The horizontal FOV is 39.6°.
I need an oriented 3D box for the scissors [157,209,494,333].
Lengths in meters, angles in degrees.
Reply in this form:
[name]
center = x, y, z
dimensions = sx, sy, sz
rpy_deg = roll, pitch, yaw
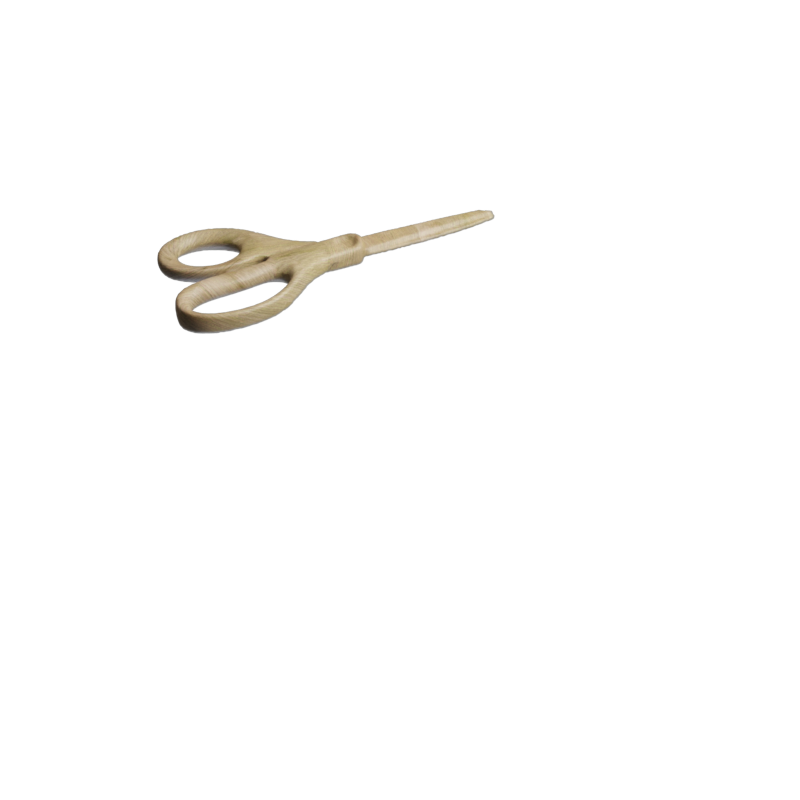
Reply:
[scissors]
center = -0.049, -0.089, 0.626
dimensions = 0.201, 0.015, 0.103
rpy_deg = -29, 45, -34
